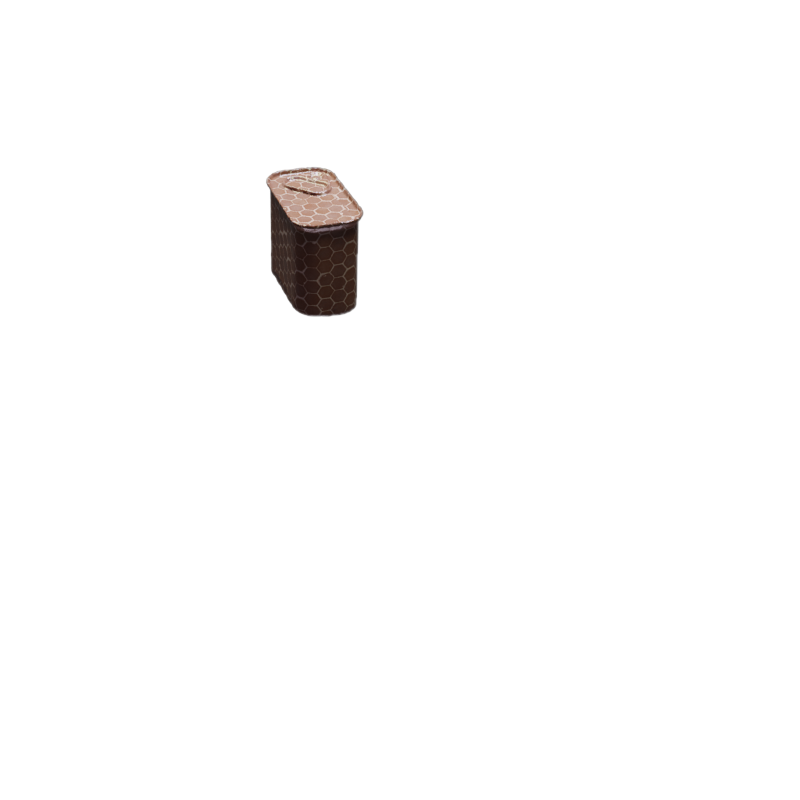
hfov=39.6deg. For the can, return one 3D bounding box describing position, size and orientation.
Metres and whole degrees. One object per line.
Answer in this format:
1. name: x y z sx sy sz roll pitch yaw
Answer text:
1. can: -0.069 -0.125 0.877 0.057 0.079 0.110 -10 35 -17
